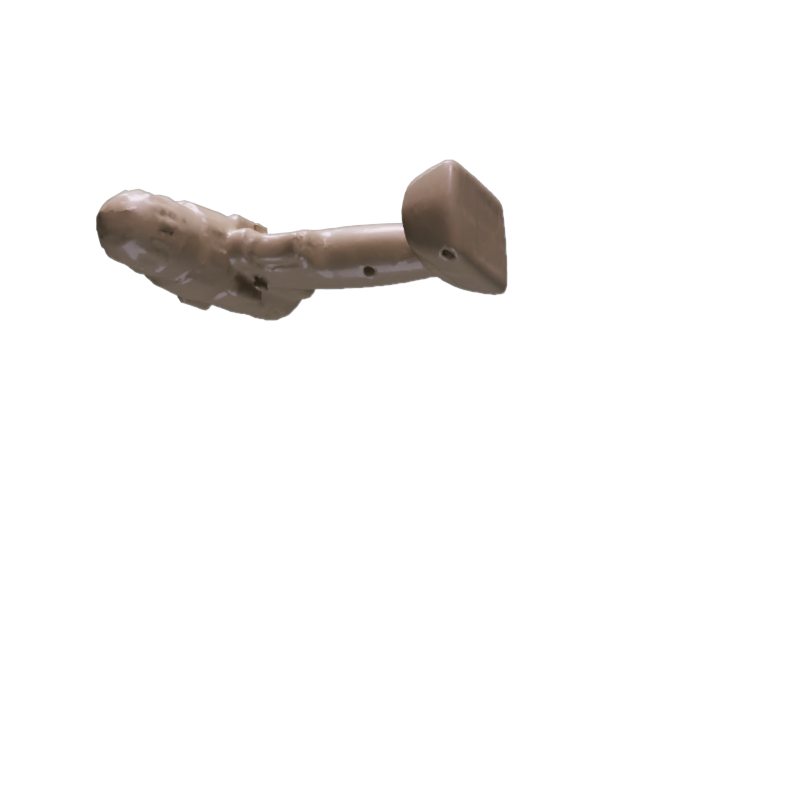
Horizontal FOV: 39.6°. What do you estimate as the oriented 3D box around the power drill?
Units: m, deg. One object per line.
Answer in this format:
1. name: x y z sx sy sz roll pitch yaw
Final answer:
1. power drill: -0.047 -0.086 0.604 0.192 0.059 0.176 -3 -6 23
